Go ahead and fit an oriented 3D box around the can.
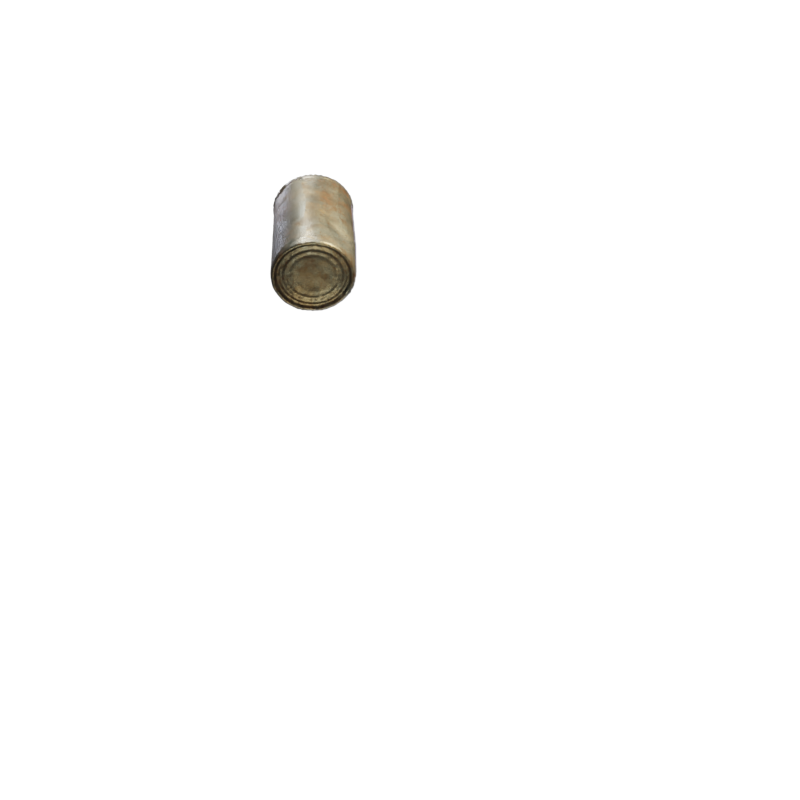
[{"bbox_3d":[-0.070,-0.128,0.896,0.068,0.064,0.109,-1,38,-3],"label":"can"}]
